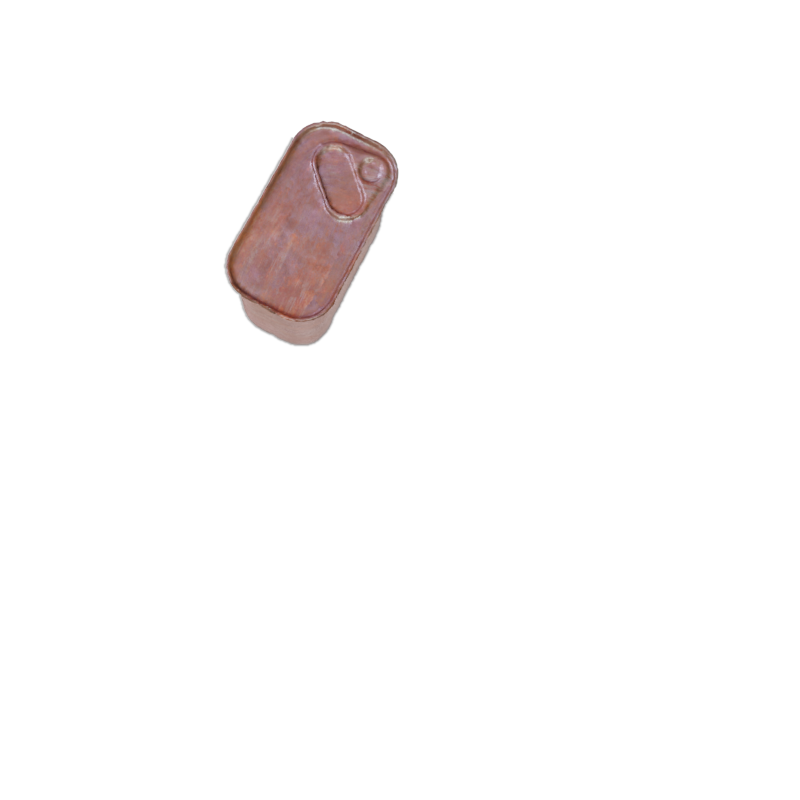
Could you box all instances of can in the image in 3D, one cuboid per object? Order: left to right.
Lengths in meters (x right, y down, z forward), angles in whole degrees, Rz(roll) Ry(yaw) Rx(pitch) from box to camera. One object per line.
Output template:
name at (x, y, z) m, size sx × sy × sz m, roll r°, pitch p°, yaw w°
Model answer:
can at (-0.046, -0.083, 0.583) m, size 0.058 × 0.104 × 0.081 m, roll 27°, pitch -12°, yaw 2°
